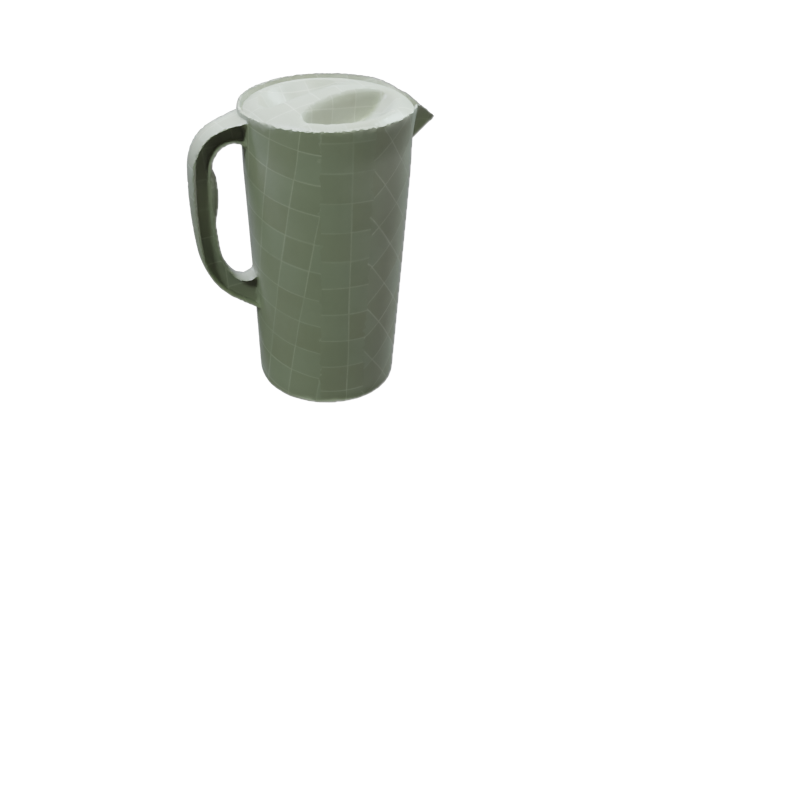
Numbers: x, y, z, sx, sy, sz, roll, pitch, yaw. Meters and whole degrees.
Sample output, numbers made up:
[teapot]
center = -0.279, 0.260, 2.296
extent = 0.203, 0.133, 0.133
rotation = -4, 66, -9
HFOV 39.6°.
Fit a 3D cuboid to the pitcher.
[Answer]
[pitcher]
center = -0.067, -0.123, 0.861
extent = 0.155, 0.229, 0.148
rotation = 13, 31, 20
